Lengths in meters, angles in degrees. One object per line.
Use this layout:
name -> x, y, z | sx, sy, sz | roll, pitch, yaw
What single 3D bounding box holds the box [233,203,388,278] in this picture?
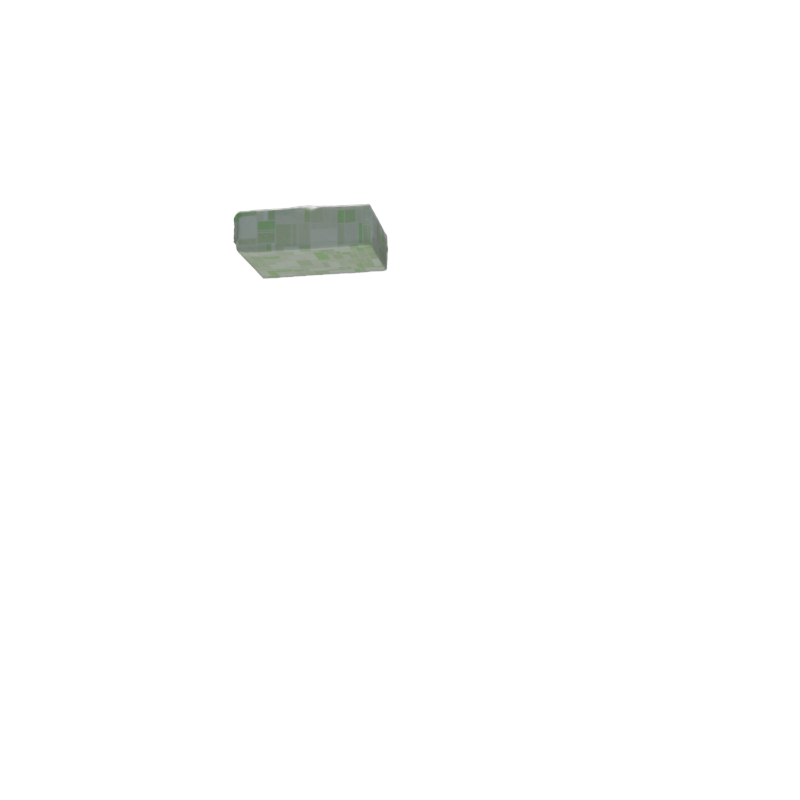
box -> -0.057, -0.103, 0.722 | 0.090, 0.031, 0.070 | -1, -8, 10
